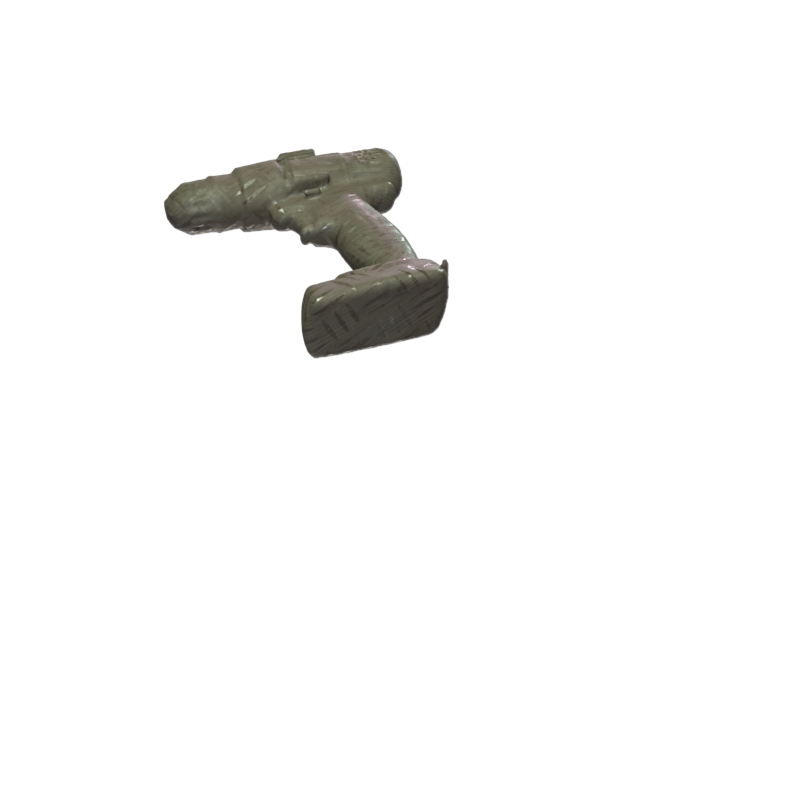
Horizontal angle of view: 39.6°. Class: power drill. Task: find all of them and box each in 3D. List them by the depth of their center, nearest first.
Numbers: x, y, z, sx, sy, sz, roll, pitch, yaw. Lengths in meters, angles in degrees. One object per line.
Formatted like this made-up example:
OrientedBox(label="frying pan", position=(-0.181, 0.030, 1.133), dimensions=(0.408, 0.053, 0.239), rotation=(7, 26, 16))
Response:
OrientedBox(label="power drill", position=(-0.062, -0.113, 0.792), dimensions=(0.182, 0.053, 0.203), rotation=(-14, 45, -15))
